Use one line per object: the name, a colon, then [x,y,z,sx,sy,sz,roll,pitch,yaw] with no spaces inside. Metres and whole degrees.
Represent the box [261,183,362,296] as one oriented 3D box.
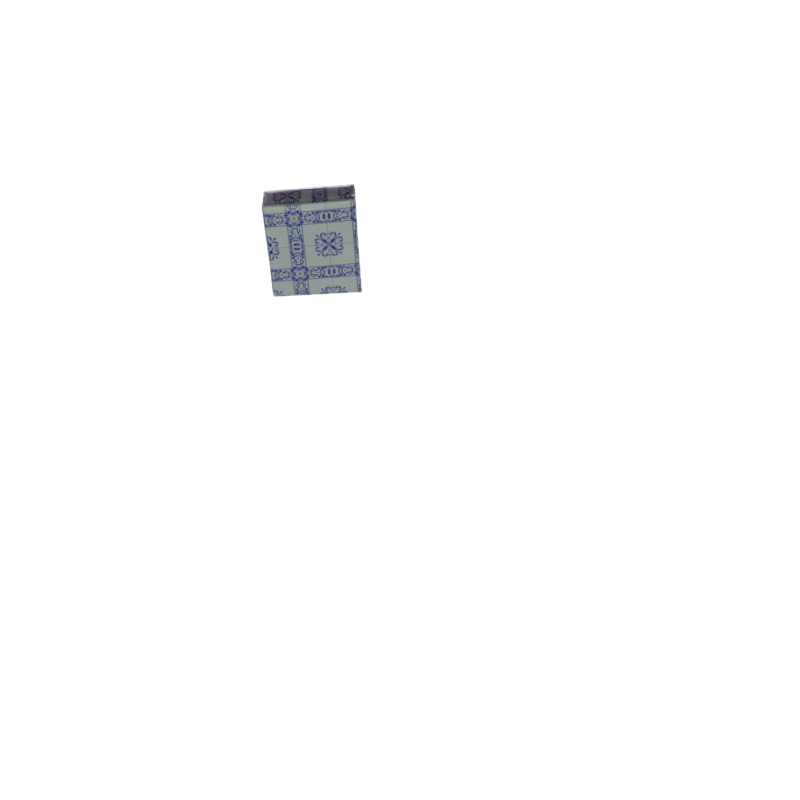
box: [-0.070,-0.127,0.889,0.073,0.083,0.032,-3,34,2]
